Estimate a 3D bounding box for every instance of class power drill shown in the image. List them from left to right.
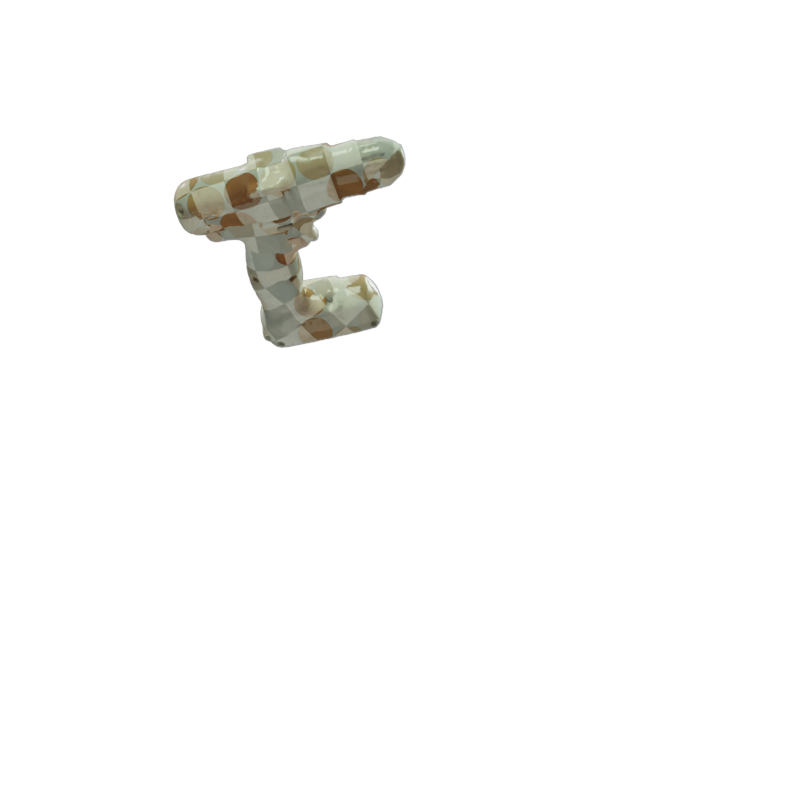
[{"bbox_3d":[-0.071,-0.130,0.908,0.186,0.062,0.173,-10,-43,10],"label":"power drill"}]
